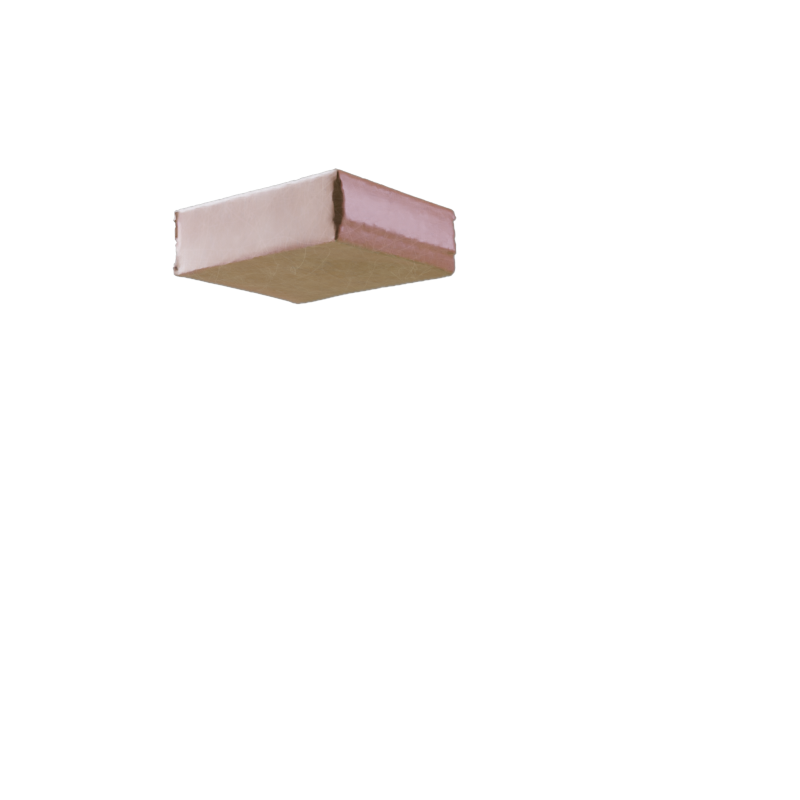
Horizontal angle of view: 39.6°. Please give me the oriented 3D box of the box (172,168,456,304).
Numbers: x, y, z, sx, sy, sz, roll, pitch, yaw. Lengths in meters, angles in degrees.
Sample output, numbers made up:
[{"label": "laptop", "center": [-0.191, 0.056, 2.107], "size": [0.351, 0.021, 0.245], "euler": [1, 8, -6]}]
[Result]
[{"label": "box", "center": [-0.043, -0.078, 0.548], "size": [0.116, 0.040, 0.085], "euler": [-8, -12, 39]}]
